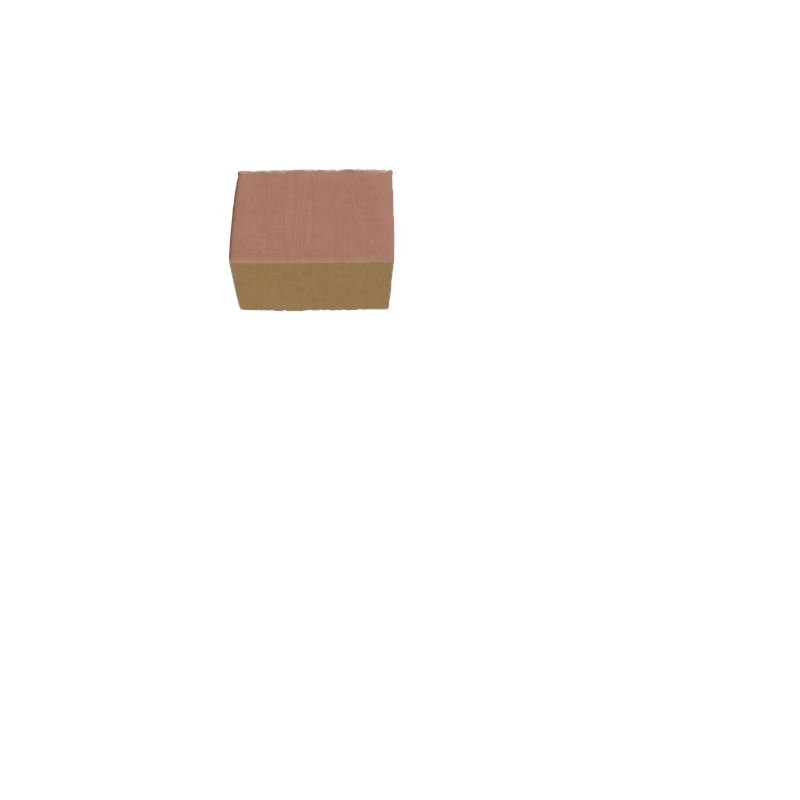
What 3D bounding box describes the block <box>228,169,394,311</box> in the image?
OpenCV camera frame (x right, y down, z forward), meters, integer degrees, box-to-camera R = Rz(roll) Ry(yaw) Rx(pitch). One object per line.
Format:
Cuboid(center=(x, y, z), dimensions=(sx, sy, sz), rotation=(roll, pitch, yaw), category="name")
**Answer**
Cuboid(center=(-0.043, -0.078, 0.545), dimensions=(0.078, 0.054, 0.050), rotation=(0, -27, -1), category="block")
